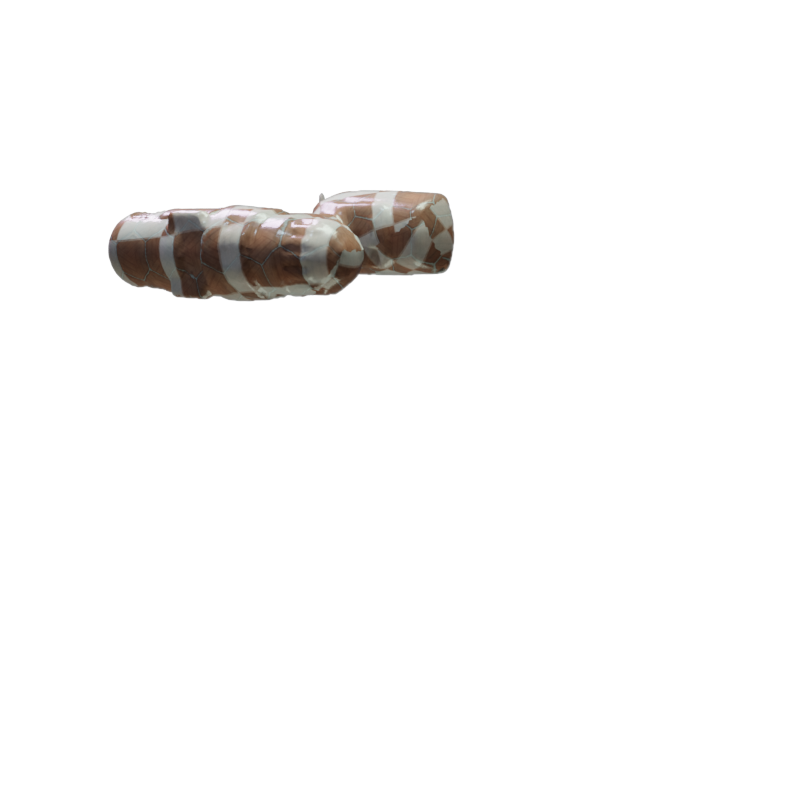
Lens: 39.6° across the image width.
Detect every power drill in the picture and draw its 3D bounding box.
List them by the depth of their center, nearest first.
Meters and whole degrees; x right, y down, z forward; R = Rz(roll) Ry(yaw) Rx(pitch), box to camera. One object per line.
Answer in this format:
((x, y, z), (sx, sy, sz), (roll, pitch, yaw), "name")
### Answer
((-0.052, -0.094, 0.661), (0.193, 0.056, 0.182), (10, 15, 40), "power drill")
